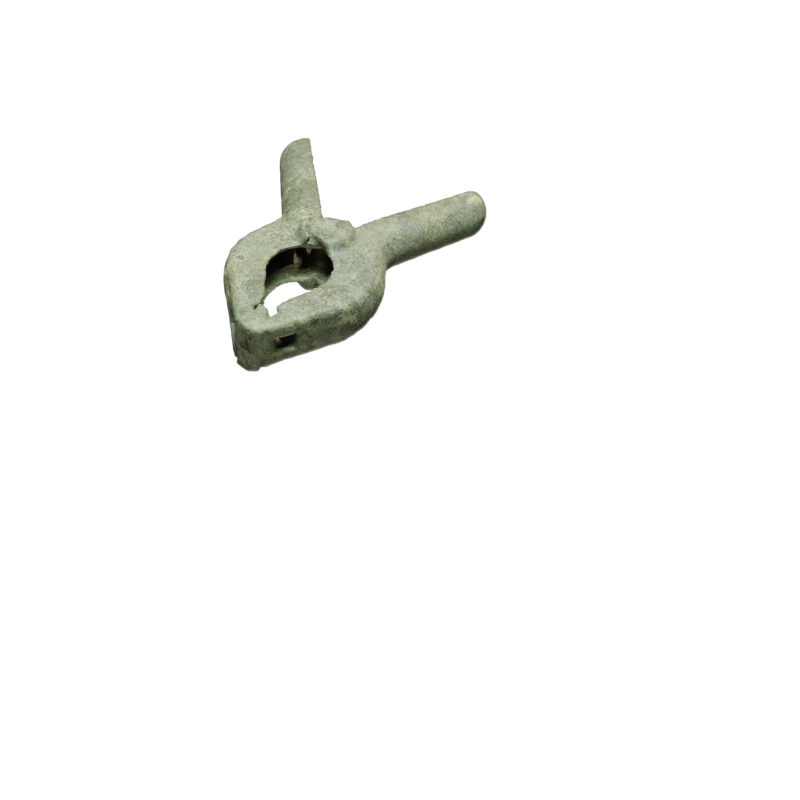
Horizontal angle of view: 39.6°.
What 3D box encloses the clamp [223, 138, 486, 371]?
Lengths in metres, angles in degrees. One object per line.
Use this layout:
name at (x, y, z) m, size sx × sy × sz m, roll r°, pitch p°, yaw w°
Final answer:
clamp at (-0.045, -0.081, 0.569) m, size 0.126 × 0.037 × 0.174 m, roll 21°, pitch 42°, yaw 25°
